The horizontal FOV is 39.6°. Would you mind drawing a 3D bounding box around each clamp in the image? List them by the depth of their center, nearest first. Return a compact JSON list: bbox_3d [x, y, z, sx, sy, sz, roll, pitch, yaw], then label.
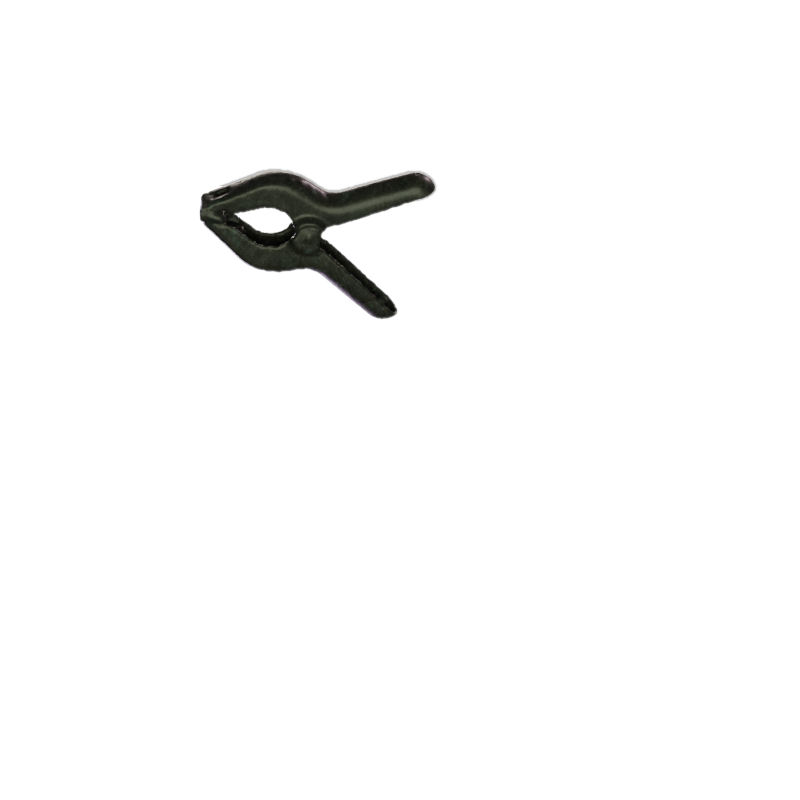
[{"bbox_3d":[-0.065,-0.118,0.829,0.171,0.115,0.041,5,21,-2],"label":"clamp"}]
